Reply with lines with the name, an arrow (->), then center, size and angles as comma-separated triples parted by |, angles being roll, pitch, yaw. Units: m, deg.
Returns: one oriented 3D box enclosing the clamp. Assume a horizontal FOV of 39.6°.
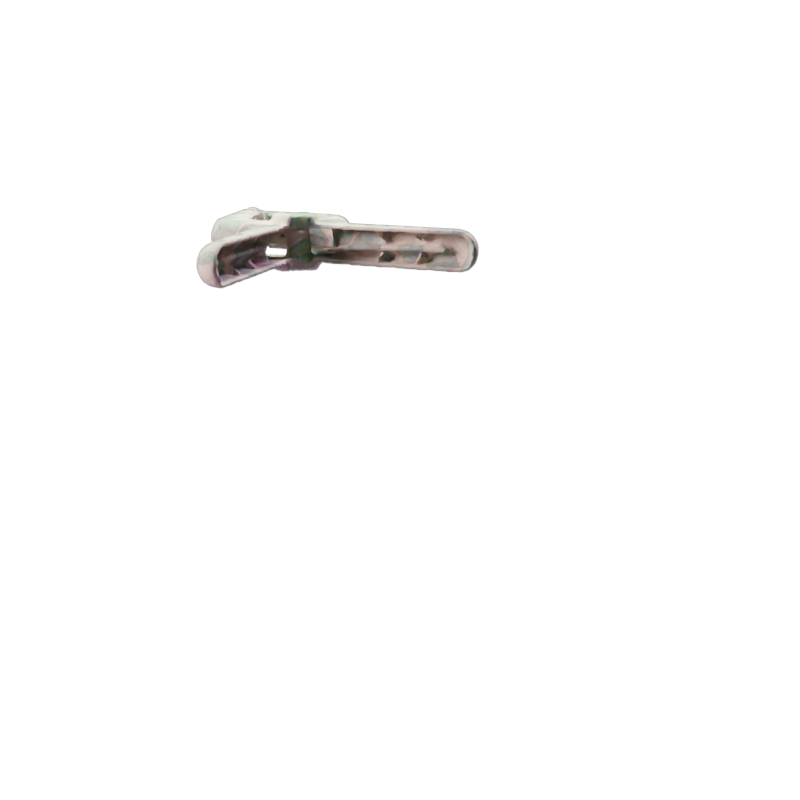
clamp -> -0.055, -0.100, 0.704 | 0.162, 0.035, 0.218 | -3, 14, -13
